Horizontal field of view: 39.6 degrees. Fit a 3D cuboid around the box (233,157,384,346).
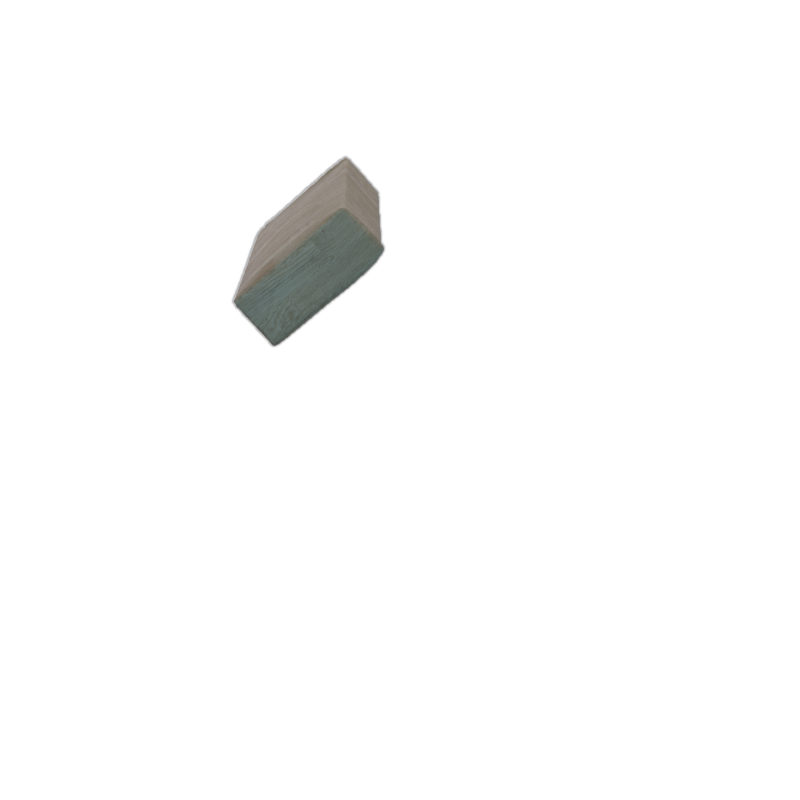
[{"bbox_3d":[-0.059,-0.107,0.748,0.093,0.046,0.184,-39,20,11],"label":"box"}]
